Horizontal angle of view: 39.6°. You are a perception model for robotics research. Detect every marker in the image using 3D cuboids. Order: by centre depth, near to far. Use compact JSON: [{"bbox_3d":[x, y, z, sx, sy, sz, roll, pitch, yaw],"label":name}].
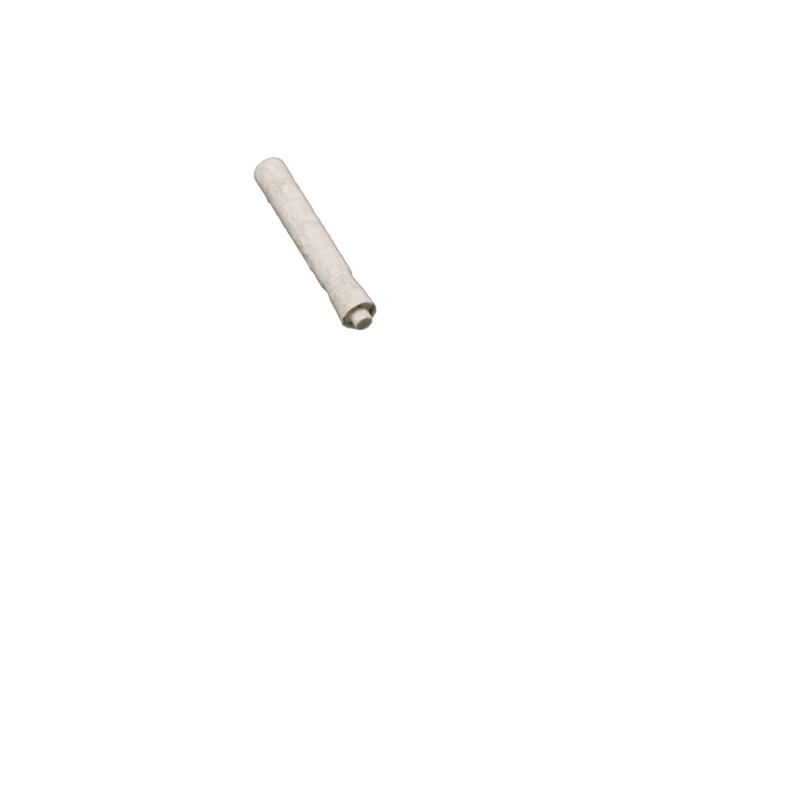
[{"bbox_3d":[-0.045,-0.082,0.572,0.019,0.019,0.131,-2,45,-34],"label":"marker"}]
